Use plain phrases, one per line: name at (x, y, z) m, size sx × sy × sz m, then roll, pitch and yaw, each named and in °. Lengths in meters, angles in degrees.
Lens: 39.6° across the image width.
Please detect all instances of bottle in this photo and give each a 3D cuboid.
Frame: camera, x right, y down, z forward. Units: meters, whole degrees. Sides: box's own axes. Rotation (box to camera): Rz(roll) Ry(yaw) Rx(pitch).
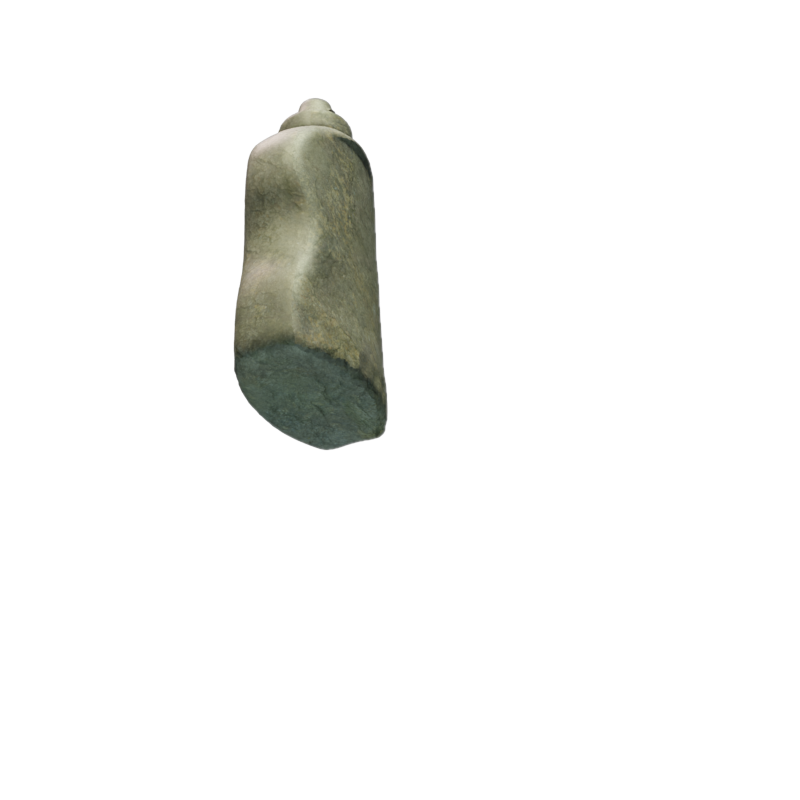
bottle at (-0.043, -0.080, 0.558) m, size 0.059 × 0.205 × 0.089 m, roll -19°, pitch -39°, yaw 20°
